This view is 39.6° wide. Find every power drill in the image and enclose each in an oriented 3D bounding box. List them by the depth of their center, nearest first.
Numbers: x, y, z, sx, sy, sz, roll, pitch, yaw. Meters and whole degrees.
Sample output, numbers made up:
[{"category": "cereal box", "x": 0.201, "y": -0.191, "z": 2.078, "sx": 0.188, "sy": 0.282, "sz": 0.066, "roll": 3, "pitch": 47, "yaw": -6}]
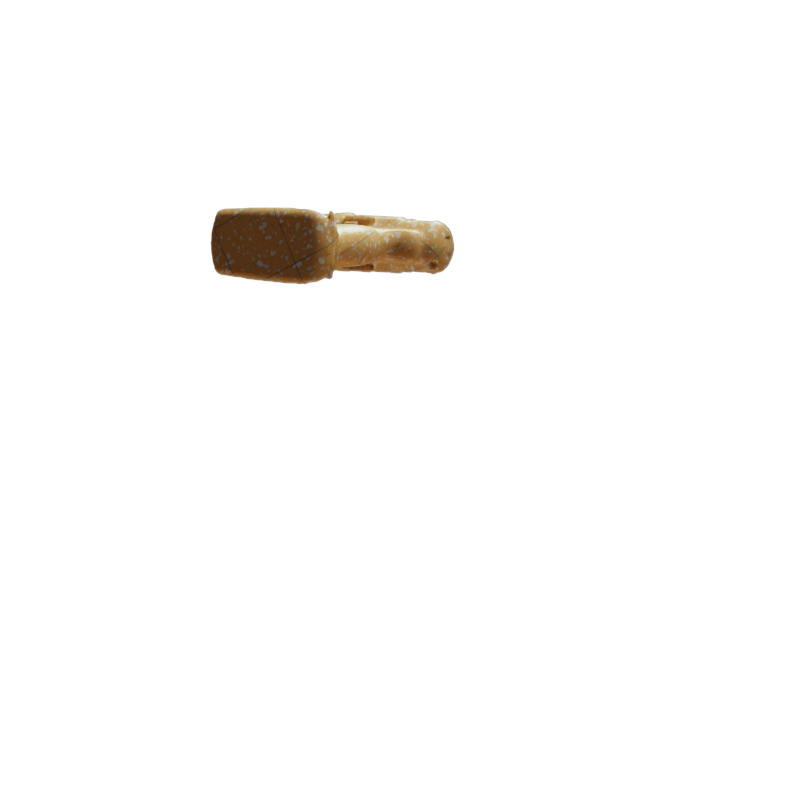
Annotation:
[{"category": "power drill", "x": -0.072, "y": -0.132, "z": 0.924, "sx": 0.192, "sy": 0.057, "sz": 0.183, "roll": 6, "pitch": 11, "yaw": 30}]
